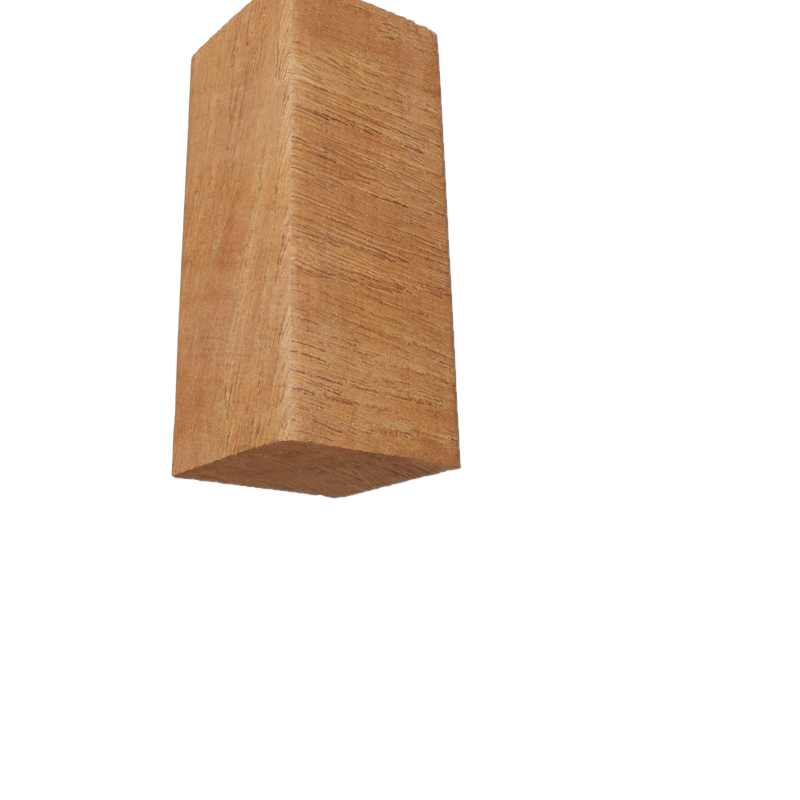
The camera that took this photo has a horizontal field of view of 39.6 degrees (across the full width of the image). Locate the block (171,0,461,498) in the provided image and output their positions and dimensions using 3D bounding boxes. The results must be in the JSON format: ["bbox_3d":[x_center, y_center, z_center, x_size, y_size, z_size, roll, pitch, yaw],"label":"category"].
[{"bbox_3d":[-0.039,-0.071,0.496,0.086,0.217,0.090,14,-26,-35],"label":"block"}]
